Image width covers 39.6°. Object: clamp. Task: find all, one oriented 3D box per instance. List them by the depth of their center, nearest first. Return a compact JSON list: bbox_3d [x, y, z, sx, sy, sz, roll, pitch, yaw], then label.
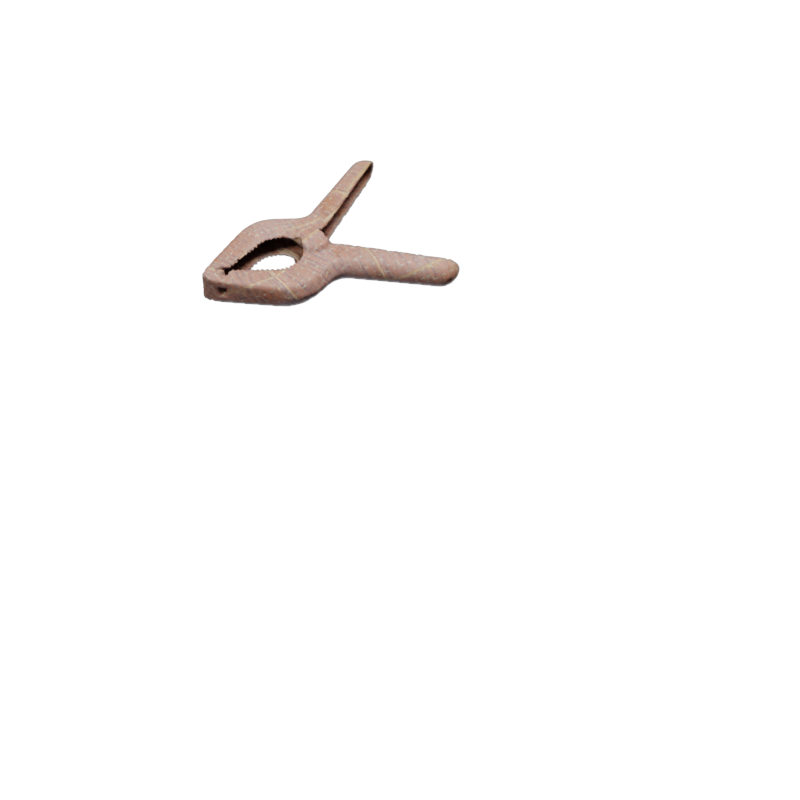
[{"bbox_3d":[-0.076,-0.138,0.966,0.208,0.034,0.178,-16,49,-14],"label":"clamp"}]
